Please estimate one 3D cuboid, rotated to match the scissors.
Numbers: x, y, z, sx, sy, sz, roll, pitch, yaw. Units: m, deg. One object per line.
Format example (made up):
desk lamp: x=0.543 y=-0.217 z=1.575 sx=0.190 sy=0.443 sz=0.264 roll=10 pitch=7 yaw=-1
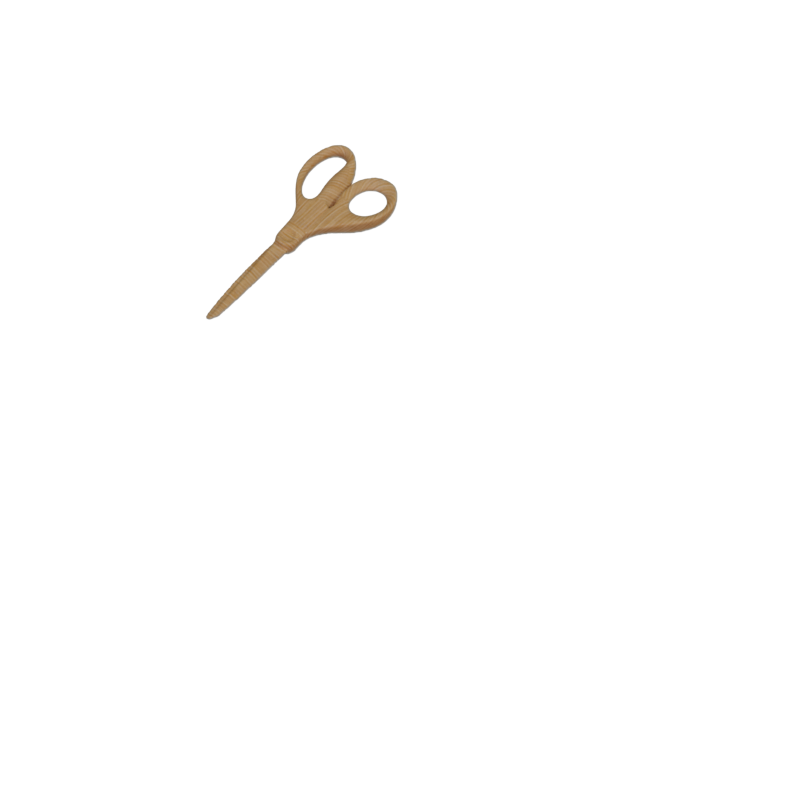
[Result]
scissors: x=-0.070 y=-0.128 z=0.900 sx=0.099 sy=0.210 sz=0.015 roll=17 pitch=-32 yaw=11
